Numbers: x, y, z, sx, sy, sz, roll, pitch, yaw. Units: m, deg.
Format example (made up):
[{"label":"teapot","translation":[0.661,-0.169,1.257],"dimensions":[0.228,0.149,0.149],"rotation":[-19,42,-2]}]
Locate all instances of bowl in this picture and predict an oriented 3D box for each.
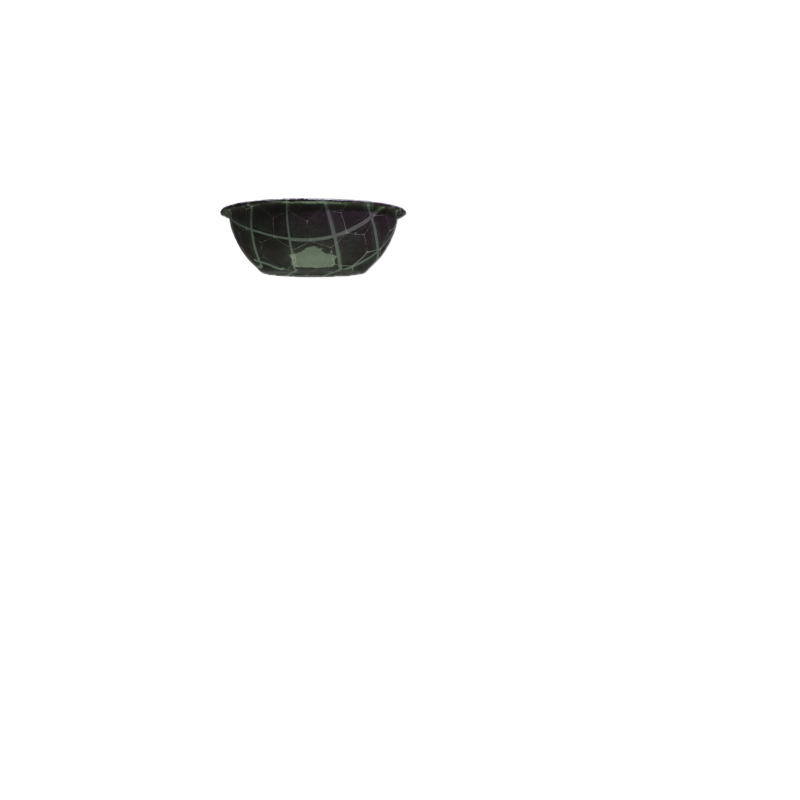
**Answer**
[{"label":"bowl","translation":[-0.075,-0.137,0.961],"dimensions":[0.162,0.055,0.161],"rotation":[0,1,-2]}]
